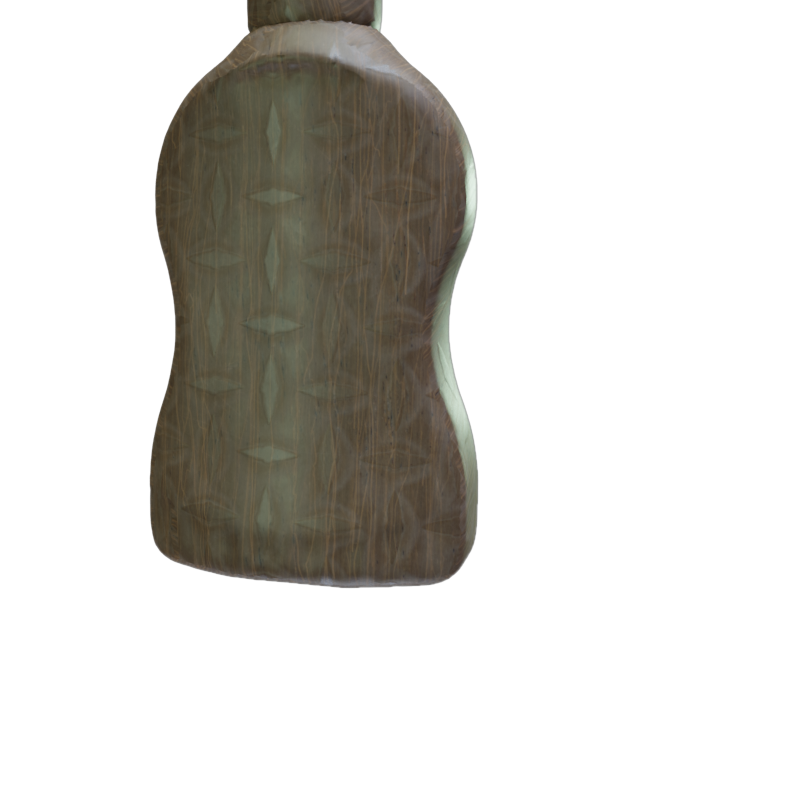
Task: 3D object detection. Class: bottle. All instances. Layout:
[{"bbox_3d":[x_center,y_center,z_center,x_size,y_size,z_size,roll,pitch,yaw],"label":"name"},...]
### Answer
[{"bbox_3d":[-0.026,-0.047,0.332,0.098,0.192,0.057,0,1,17],"label":"bottle"}]
